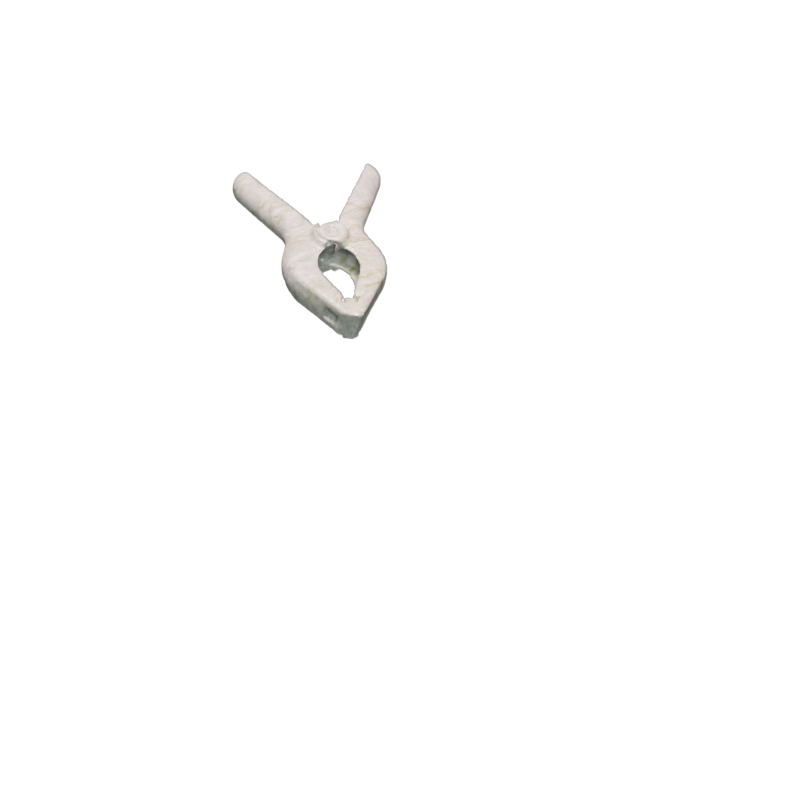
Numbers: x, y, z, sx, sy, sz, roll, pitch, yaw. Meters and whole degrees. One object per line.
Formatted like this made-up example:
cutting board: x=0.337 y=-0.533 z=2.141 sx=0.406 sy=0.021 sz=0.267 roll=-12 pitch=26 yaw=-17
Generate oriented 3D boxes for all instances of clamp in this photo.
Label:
clamp: x=-0.066 y=-0.121 z=0.847 sx=0.119 sy=0.185 sz=0.036 roll=-4 pitch=-43 yaw=-4
